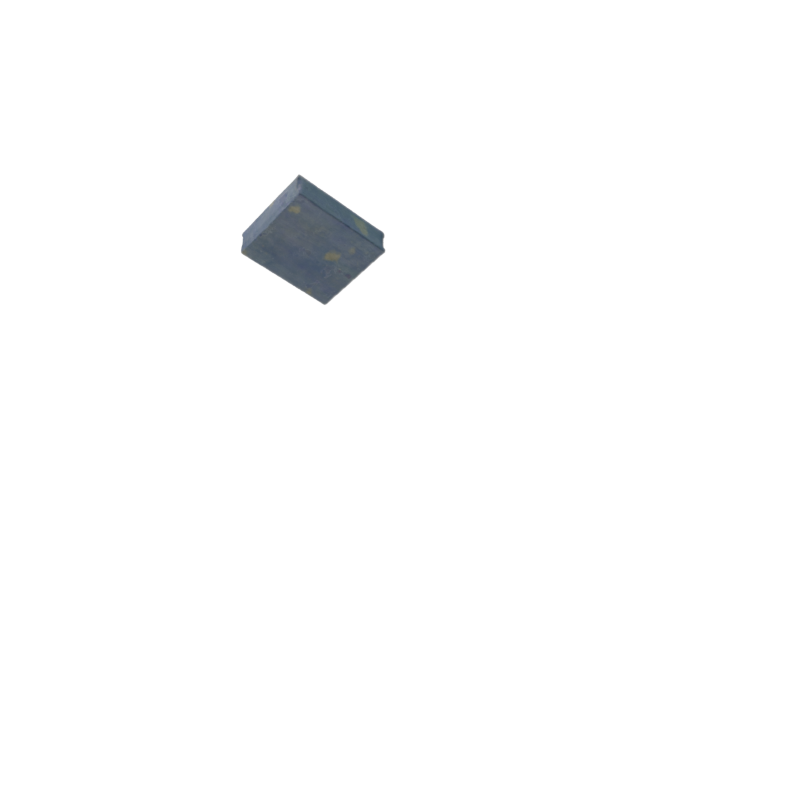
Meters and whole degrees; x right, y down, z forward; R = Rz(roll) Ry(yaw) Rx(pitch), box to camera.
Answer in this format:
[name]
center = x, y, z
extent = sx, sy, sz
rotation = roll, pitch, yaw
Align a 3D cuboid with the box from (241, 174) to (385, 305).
[box]
center = -0.068, -0.124, 0.866
extent = 0.085, 0.032, 0.072
rotation = 32, -57, -25
